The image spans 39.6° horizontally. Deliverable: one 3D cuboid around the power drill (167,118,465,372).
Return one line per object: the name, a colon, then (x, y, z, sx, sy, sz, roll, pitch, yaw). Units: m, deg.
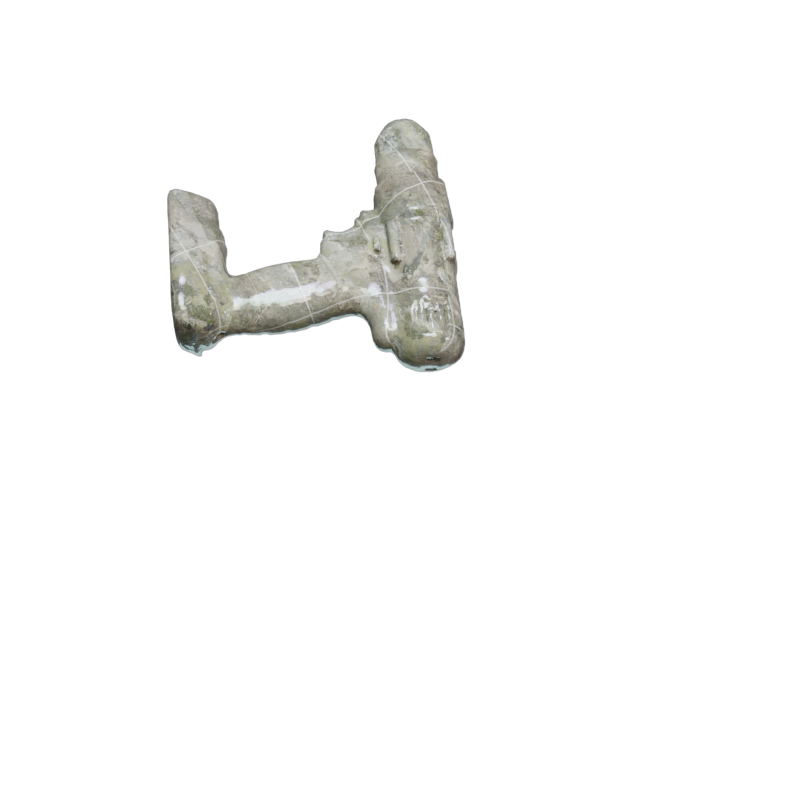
power drill: (-0.057, -0.104, 0.725, 0.187, 0.197, 0.054, -5, -29, -3)
